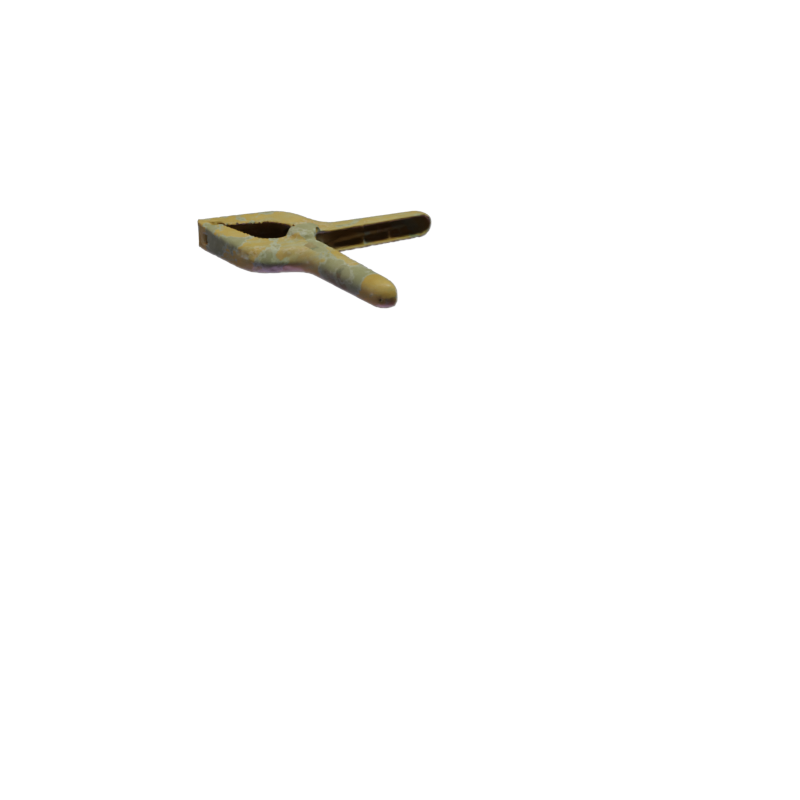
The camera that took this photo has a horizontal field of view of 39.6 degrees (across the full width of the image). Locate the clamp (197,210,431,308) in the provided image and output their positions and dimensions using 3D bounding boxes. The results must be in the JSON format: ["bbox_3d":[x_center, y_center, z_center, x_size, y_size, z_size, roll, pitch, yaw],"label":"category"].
[{"bbox_3d":[-0.078,-0.143,0.999,0.217,0.034,0.169,11,32,18],"label":"clamp"}]
